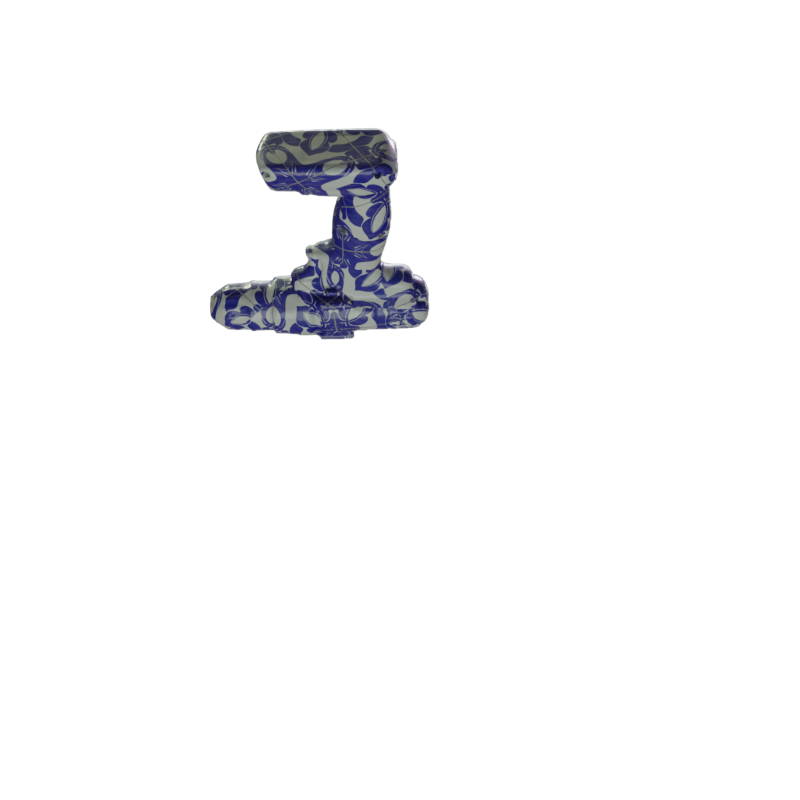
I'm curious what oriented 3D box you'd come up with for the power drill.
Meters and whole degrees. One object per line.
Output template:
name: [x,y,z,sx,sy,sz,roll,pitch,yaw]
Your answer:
power drill: [-0.070,-0.127,0.889,0.185,0.062,0.174,-2,-45,1]
